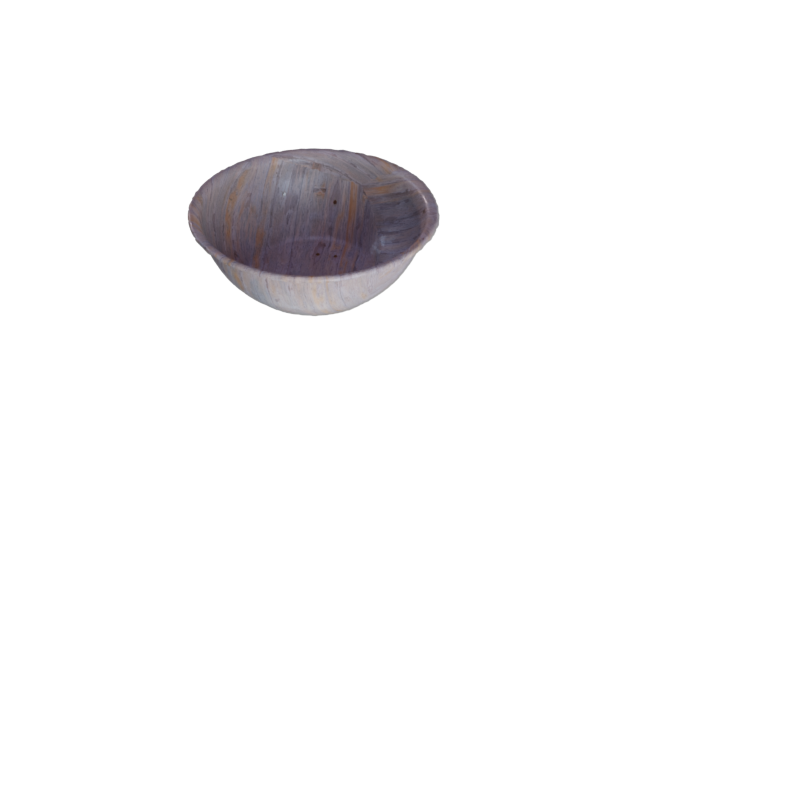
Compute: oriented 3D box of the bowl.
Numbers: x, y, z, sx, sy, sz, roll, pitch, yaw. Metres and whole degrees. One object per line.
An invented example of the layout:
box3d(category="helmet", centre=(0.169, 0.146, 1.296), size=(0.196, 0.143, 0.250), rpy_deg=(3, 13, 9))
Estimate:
box3d(category="bowl", centre=(-0.057, -0.104, 0.725), size=(0.162, 0.051, 0.174), rpy_deg=(-1, 38, -2))
